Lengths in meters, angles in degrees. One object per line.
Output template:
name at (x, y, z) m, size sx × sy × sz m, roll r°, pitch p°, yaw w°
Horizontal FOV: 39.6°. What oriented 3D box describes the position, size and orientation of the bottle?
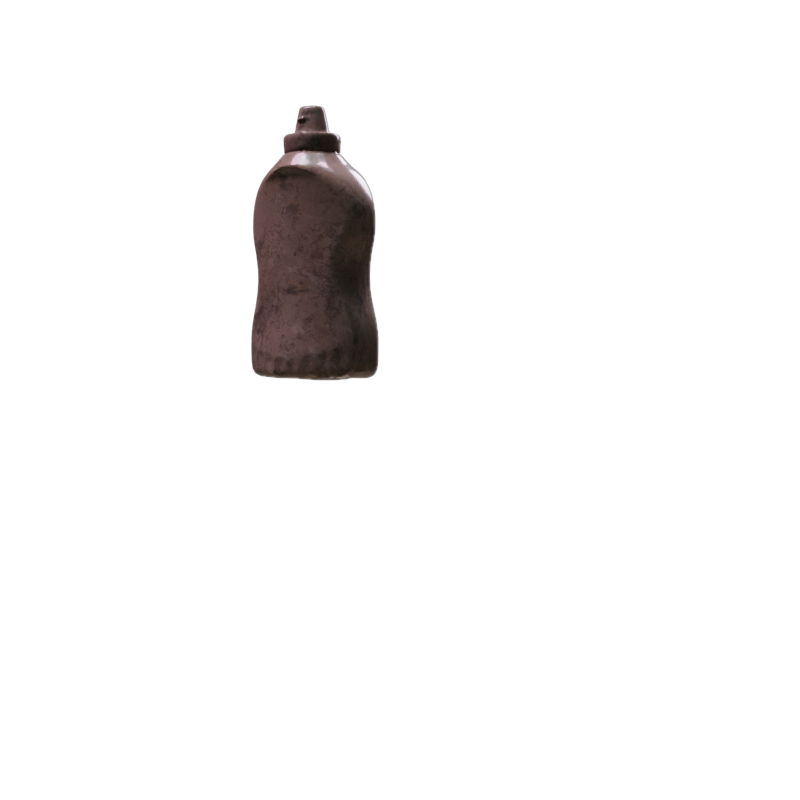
bottle at (-0.062, -0.112, 0.784) m, size 0.099 × 0.193 × 0.056 m, roll -2°, pitch -3°, yaw 40°
